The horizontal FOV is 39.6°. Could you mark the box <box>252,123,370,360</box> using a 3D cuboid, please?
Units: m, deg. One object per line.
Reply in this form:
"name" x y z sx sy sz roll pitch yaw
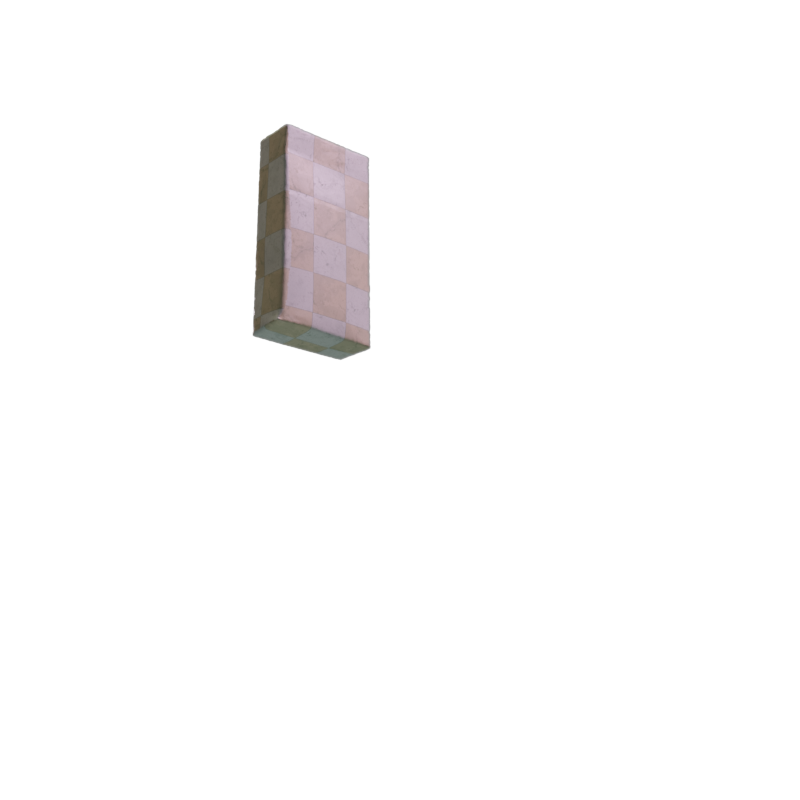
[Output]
"box" -0.071 -0.130 0.911 0.088 0.186 0.048 18 -31 -36
